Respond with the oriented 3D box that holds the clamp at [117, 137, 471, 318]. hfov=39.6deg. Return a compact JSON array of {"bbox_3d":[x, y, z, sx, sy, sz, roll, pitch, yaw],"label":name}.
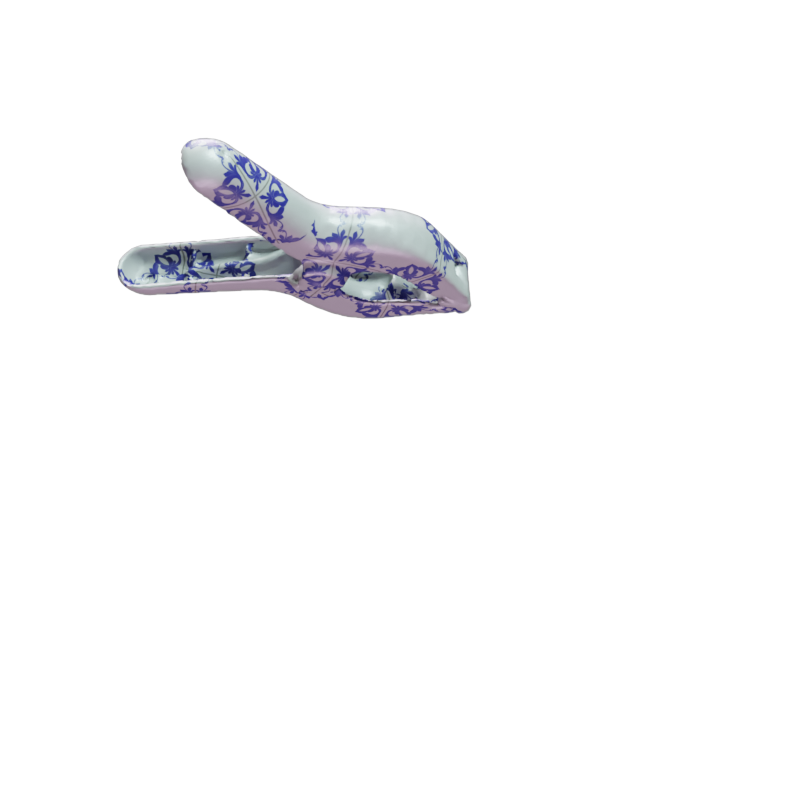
[{"bbox_3d":[-0.040,-0.074,0.516,0.168,0.041,0.117,4,-18,-15],"label":"clamp"}]
